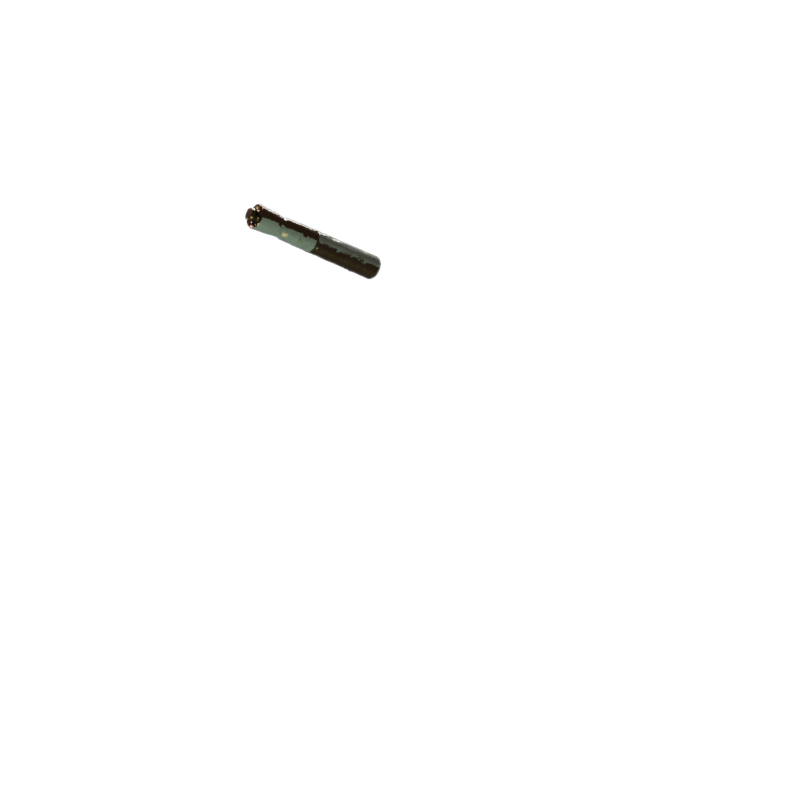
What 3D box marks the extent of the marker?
[{"bbox_3d":[-0.064,-0.116,0.816,0.114,0.020,0.021,19,-9,-37],"label":"marker"}]
